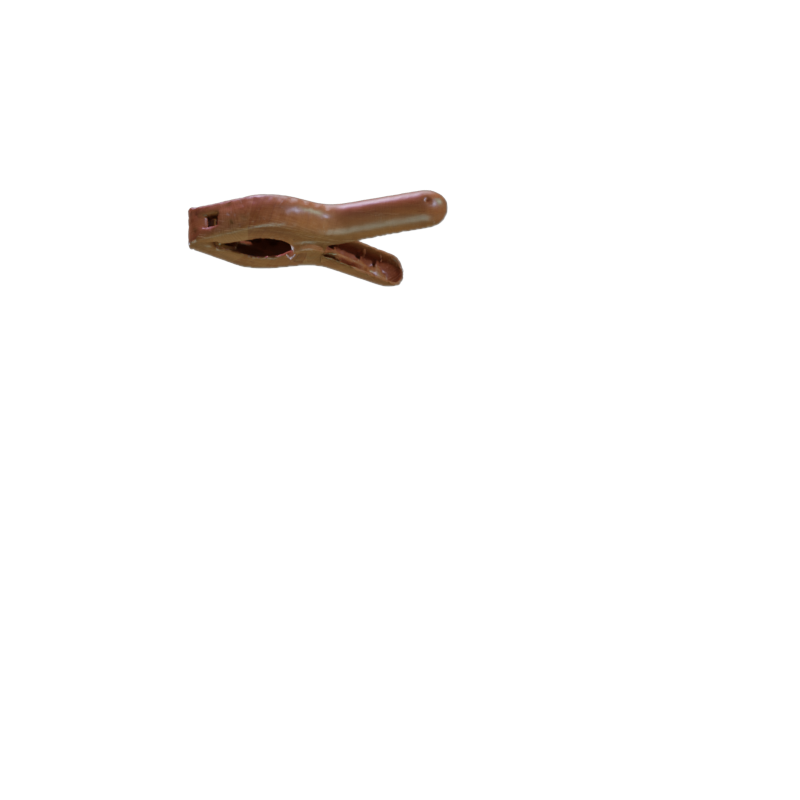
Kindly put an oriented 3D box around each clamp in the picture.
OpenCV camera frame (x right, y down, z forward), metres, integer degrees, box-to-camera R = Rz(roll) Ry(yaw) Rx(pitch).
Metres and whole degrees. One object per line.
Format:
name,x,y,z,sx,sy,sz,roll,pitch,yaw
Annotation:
clamp,-0.060,-0.110,0.769,0.171,0.042,0.114,2,-26,-4
